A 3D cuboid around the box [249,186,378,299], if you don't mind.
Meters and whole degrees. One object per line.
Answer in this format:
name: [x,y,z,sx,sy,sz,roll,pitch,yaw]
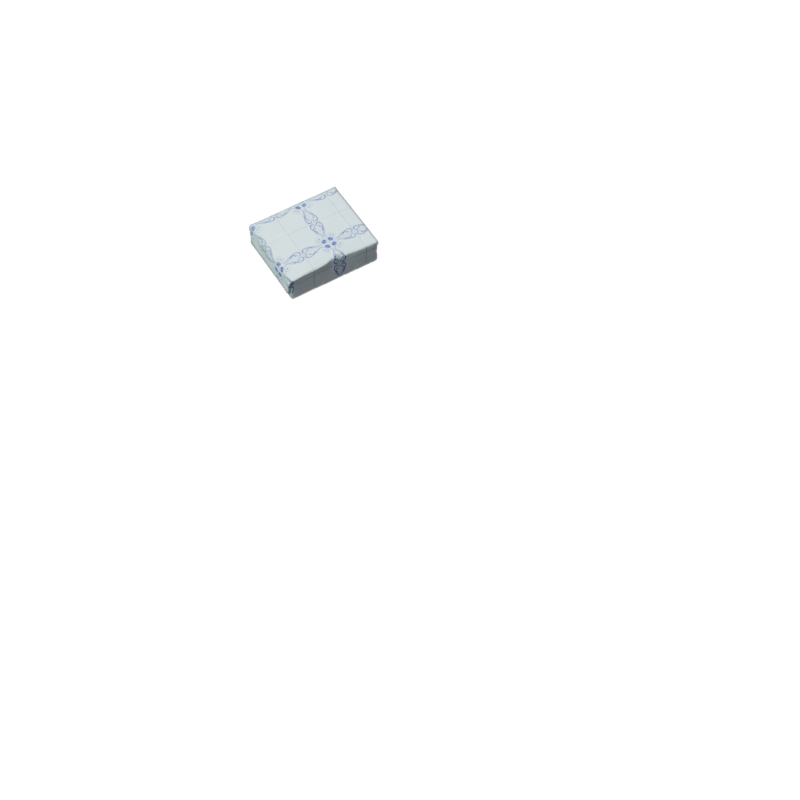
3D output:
box: [-0.075,-0.136,0.956,0.089,0.078,0.028,-26,-32,-18]
